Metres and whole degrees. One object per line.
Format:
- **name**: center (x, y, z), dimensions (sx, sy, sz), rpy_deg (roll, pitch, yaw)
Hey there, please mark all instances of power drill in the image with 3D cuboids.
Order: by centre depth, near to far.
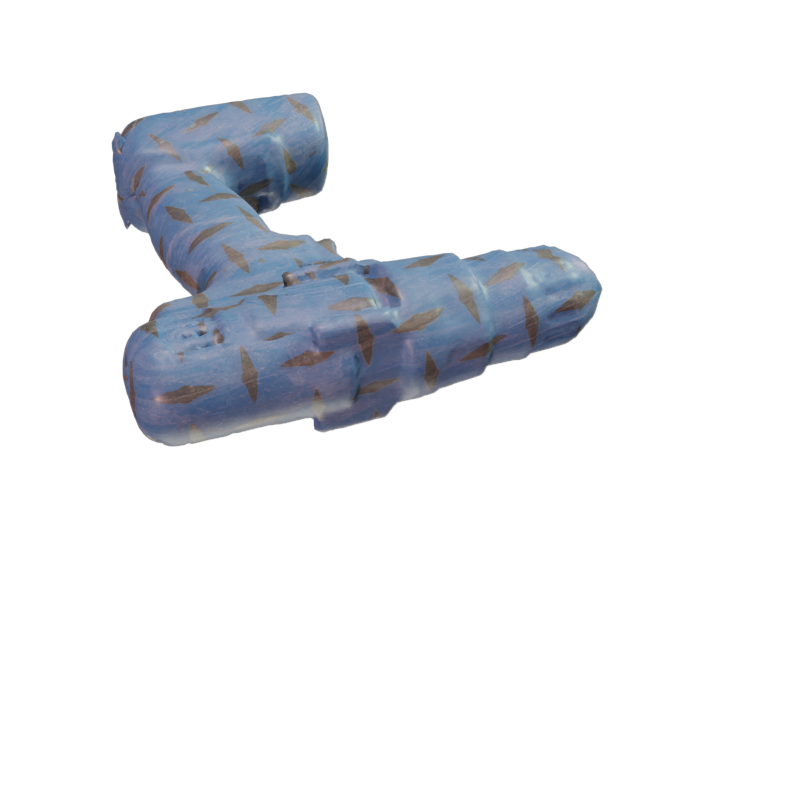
- **power drill**: center (-0.036, -0.066, 0.464), dimensions (0.182, 0.054, 0.203), rpy_deg (-13, 38, -17)
